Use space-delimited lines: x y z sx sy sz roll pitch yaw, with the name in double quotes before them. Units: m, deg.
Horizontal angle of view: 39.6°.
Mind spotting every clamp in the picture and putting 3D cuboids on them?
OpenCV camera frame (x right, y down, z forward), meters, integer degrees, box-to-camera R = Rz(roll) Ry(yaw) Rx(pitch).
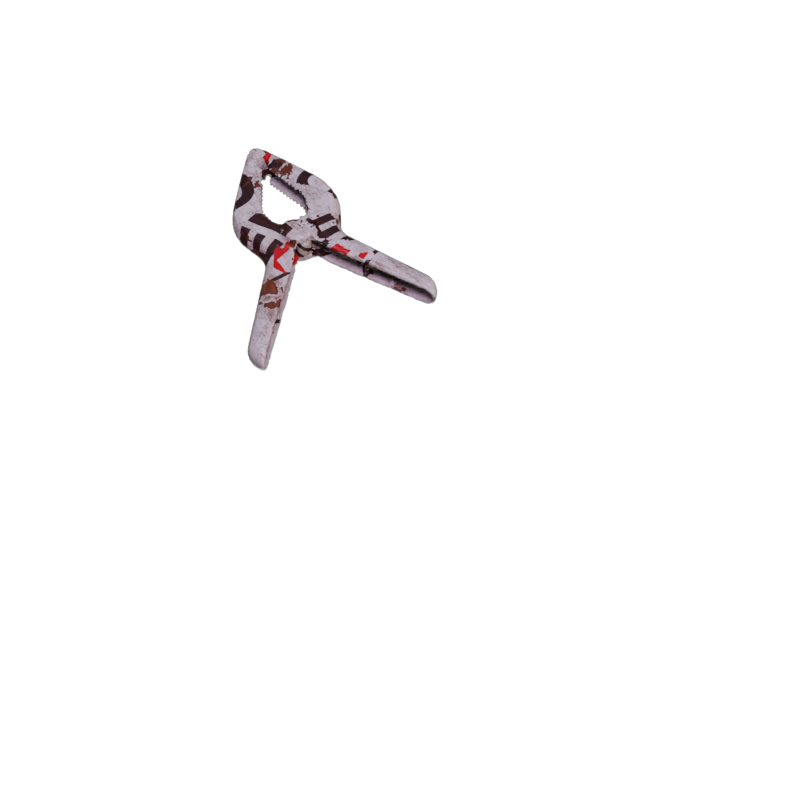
"clamp" -0.074 -0.135 0.944 0.163 0.226 0.034 -16 -32 -10
